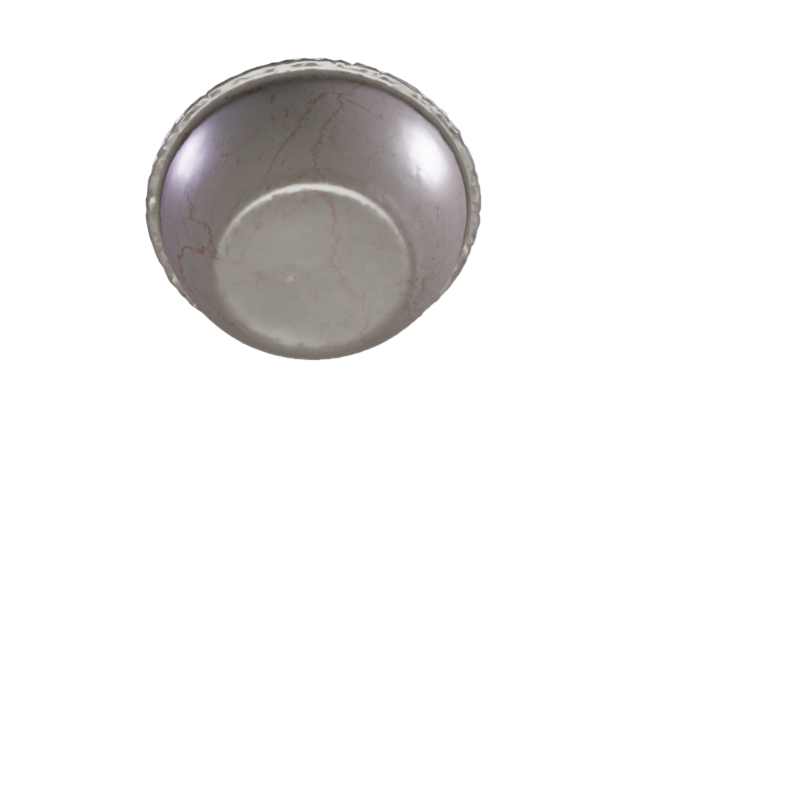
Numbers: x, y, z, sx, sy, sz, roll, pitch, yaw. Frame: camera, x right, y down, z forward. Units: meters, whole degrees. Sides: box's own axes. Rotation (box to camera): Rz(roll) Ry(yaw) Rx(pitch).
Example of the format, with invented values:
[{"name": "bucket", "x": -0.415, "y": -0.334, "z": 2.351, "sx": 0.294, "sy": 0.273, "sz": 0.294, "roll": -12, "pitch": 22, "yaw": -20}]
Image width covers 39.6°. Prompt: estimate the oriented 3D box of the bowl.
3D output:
[{"name": "bowl", "x": -0.040, "y": -0.073, "z": 0.514, "sx": 0.162, "sy": 0.152, "sz": 0.059, "roll": 1, "pitch": 34, "yaw": -1}]
